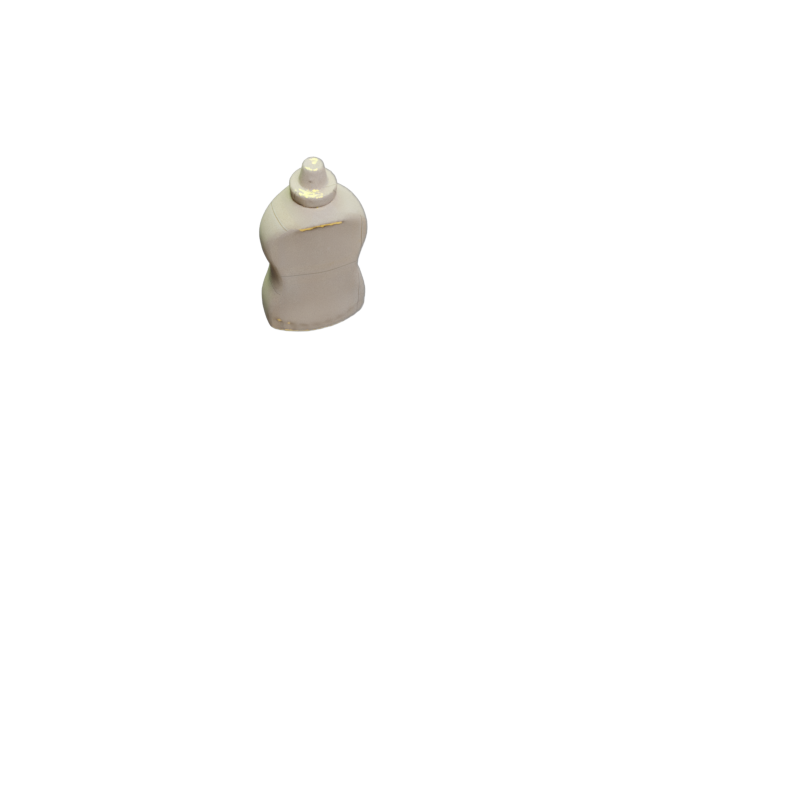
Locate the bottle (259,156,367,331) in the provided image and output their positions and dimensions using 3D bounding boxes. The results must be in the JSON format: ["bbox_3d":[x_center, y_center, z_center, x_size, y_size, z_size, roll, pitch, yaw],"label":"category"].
[{"bbox_3d":[-0.078,-0.142,0.992,0.095,0.063,0.179,-11,-36,-12],"label":"bottle"}]
